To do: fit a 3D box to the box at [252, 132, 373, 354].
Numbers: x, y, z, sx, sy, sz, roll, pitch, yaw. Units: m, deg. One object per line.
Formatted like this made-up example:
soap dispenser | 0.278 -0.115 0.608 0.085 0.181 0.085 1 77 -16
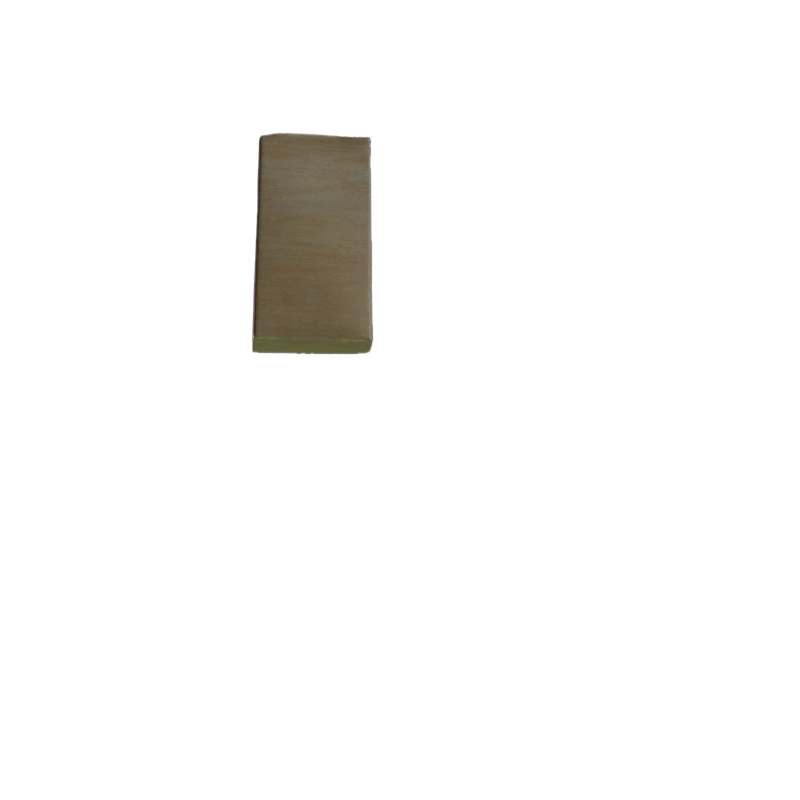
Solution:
box | -0.069 -0.126 0.878 0.093 0.185 0.046 0 -20 -5
